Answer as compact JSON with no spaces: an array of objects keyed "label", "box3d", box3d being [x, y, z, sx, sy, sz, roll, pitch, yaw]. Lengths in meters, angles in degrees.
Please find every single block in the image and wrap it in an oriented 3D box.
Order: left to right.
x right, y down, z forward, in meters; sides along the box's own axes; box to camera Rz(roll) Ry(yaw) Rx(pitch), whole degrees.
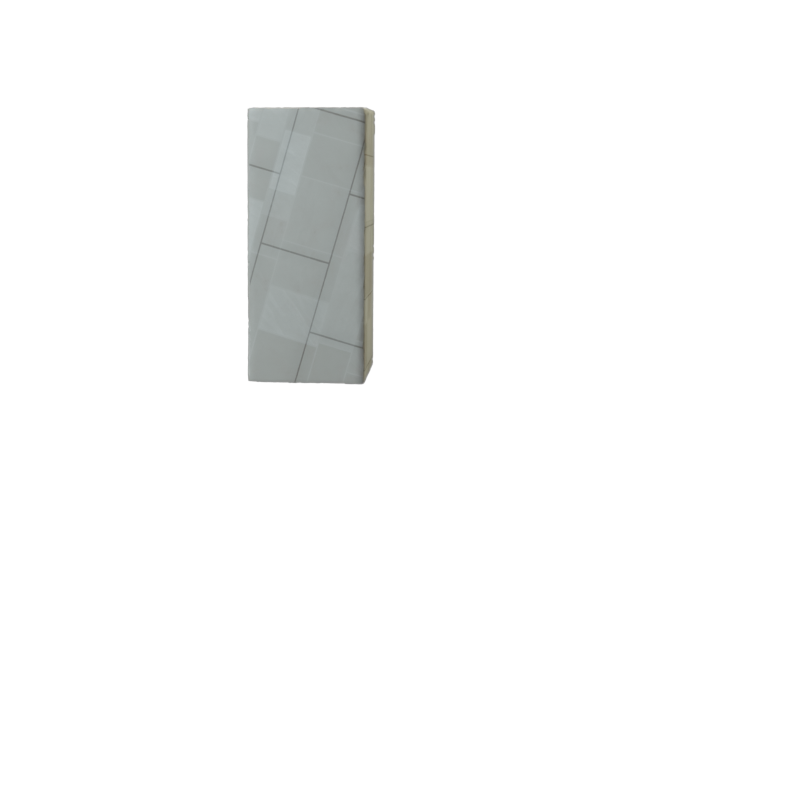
[{"label":"block","box3d":[-0.067,-0.123,0.864,0.091,0.204,0.091,1,6,5]}]
